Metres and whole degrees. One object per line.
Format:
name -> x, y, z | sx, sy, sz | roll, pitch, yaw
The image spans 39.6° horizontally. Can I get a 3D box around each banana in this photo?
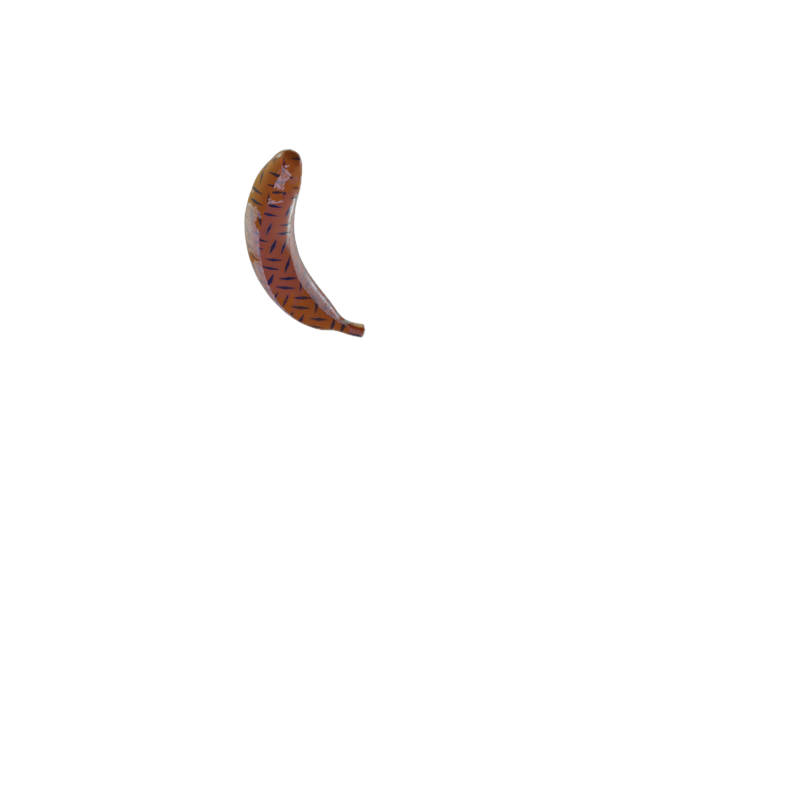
banana -> -0.083, -0.115, 0.847 | 0.070, 0.039, 0.182 | -10, -41, 11
